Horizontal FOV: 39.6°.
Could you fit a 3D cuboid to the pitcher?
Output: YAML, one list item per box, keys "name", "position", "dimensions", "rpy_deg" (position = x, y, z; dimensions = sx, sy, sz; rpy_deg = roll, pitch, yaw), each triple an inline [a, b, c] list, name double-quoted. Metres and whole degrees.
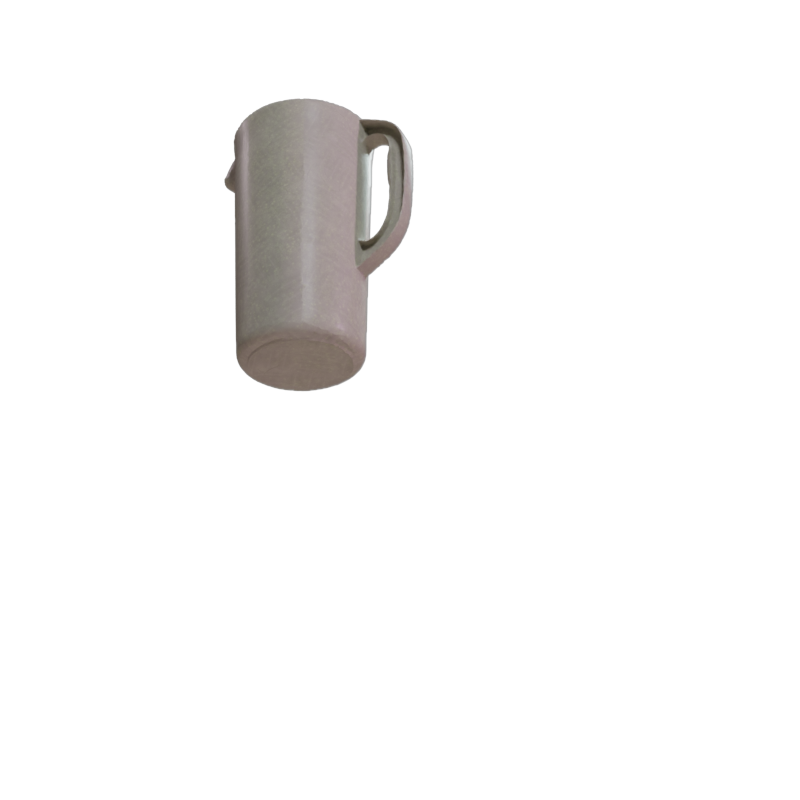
- name: "pitcher"
  position: [-0.076, -0.139, 0.973]
  dimensions: [0.141, 0.259, 0.144]
  rpy_deg: [10, -34, -18]
